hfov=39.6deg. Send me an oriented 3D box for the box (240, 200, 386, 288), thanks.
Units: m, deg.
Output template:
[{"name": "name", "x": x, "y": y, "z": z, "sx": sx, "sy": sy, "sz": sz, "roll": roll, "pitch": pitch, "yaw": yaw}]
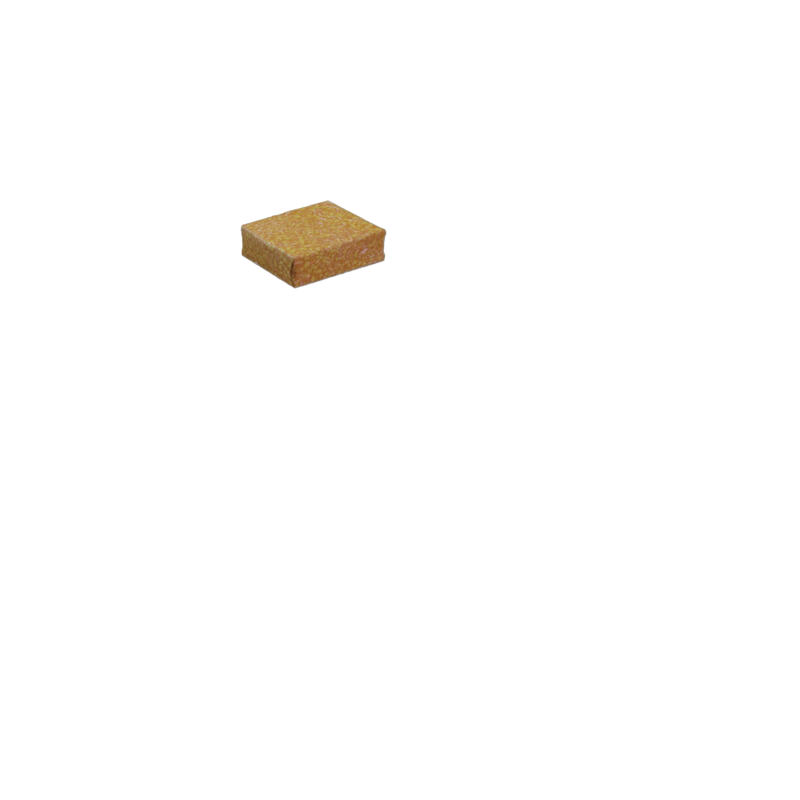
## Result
[{"name": "box", "x": -0.067, "y": -0.122, "z": 0.856, "sx": 0.088, "sy": 0.028, "sz": 0.078, "roll": -22, "pitch": 37, "yaw": -32}]
